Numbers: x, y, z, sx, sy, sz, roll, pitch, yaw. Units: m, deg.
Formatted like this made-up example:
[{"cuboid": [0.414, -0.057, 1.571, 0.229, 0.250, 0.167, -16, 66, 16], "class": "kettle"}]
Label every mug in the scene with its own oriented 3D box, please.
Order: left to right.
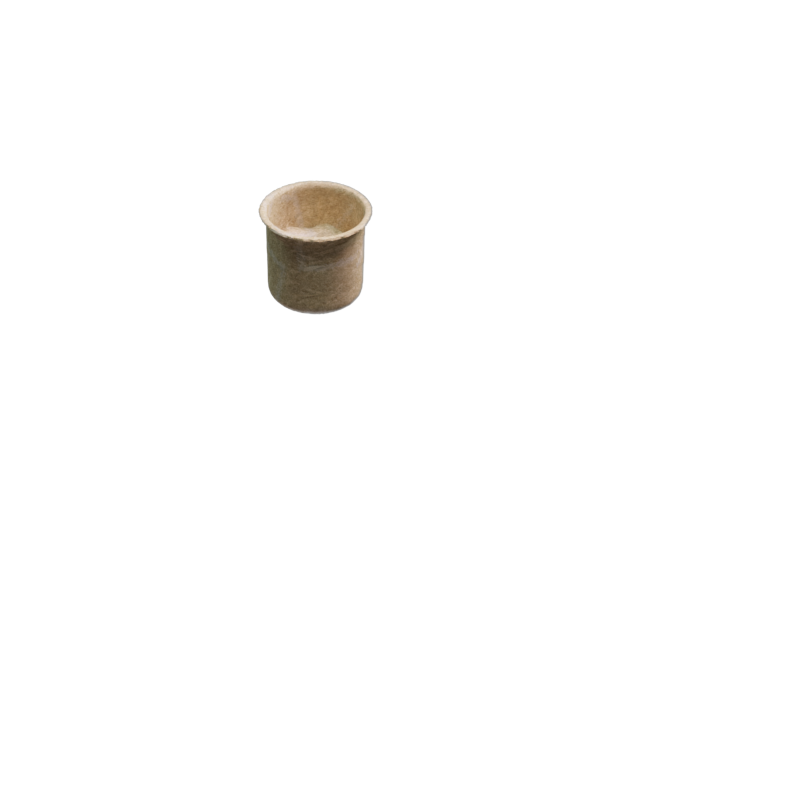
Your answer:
[{"cuboid": [-0.073, -0.134, 0.939, 0.092, 0.076, 0.126, -6, 39, -10], "class": "mug"}]
